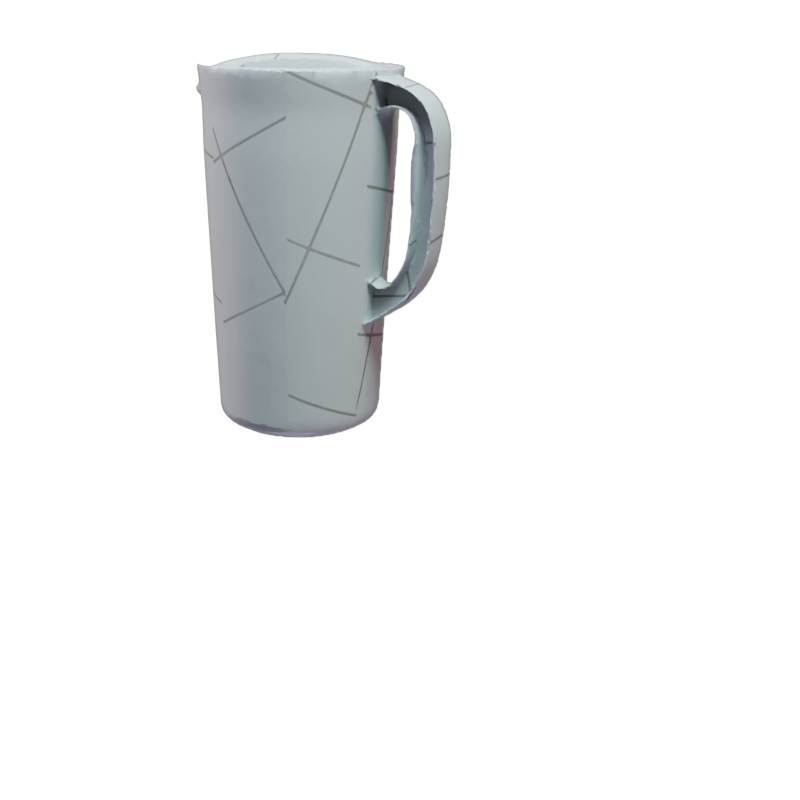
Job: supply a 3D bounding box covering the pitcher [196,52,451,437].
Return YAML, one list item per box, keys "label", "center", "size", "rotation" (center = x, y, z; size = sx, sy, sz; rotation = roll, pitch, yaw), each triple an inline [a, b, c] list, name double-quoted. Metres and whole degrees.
- label: "pitcher"
  center: [-0.057, -0.103, 0.725]
  size: [0.143, 0.236, 0.156]
  rotation: [-3, 15, -13]
